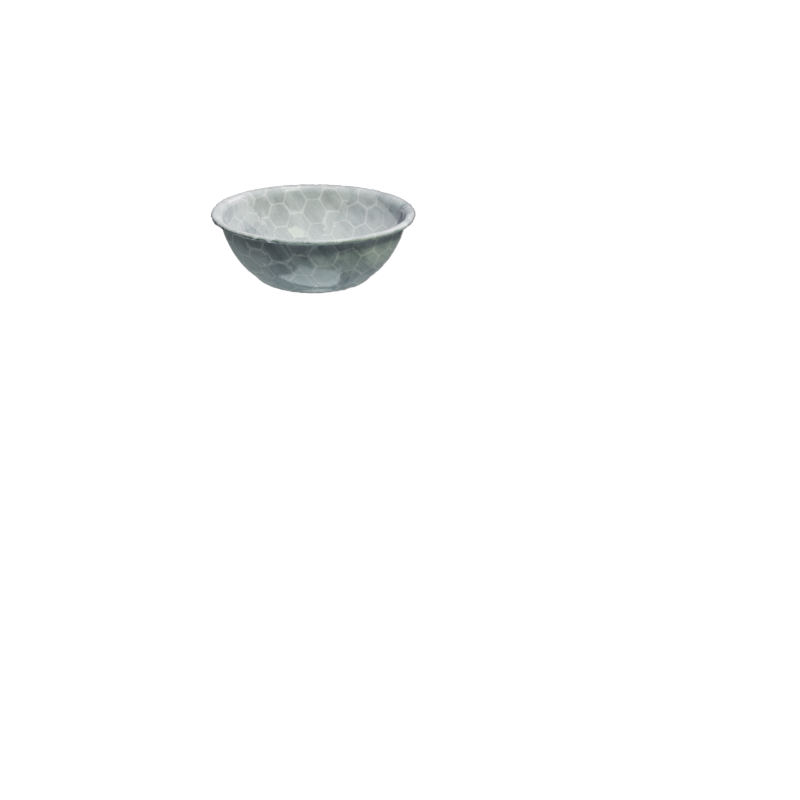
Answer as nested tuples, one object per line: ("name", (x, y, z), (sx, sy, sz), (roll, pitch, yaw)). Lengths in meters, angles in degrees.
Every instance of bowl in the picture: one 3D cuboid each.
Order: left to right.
("bowl", (-0.069, -0.126, 0.885), (0.162, 0.052, 0.170), (-1, 25, -2))
